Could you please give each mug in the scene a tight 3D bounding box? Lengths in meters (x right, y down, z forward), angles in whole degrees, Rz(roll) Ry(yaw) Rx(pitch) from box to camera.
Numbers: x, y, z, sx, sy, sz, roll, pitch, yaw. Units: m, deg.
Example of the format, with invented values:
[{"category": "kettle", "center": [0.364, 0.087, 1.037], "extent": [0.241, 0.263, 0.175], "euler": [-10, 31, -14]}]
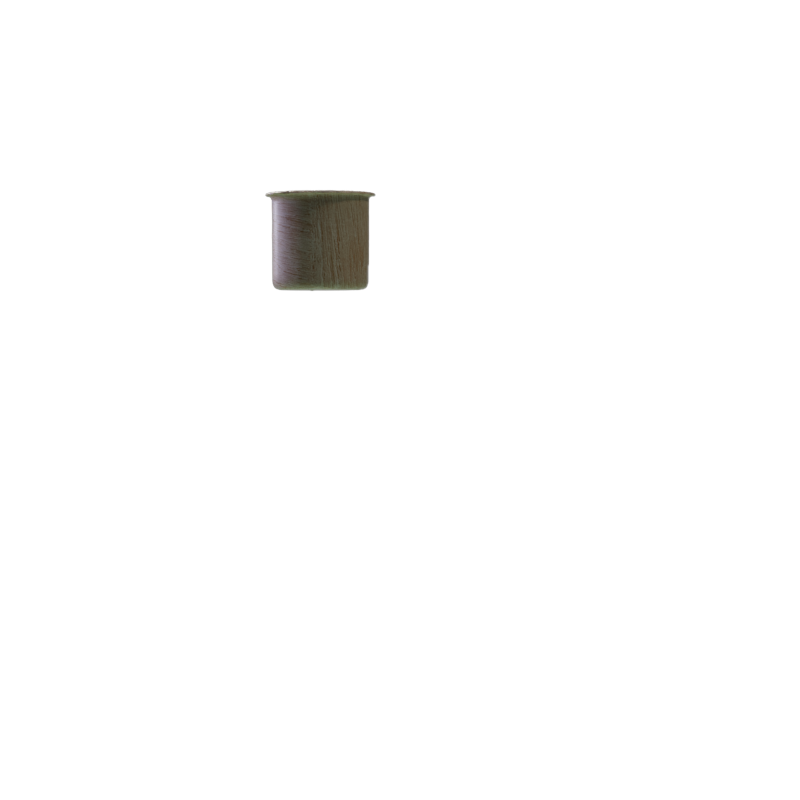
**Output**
[{"category": "mug", "center": [-0.074, -0.135, 0.943], "extent": [0.090, 0.081, 0.122], "euler": [-2, 5, -33]}]
